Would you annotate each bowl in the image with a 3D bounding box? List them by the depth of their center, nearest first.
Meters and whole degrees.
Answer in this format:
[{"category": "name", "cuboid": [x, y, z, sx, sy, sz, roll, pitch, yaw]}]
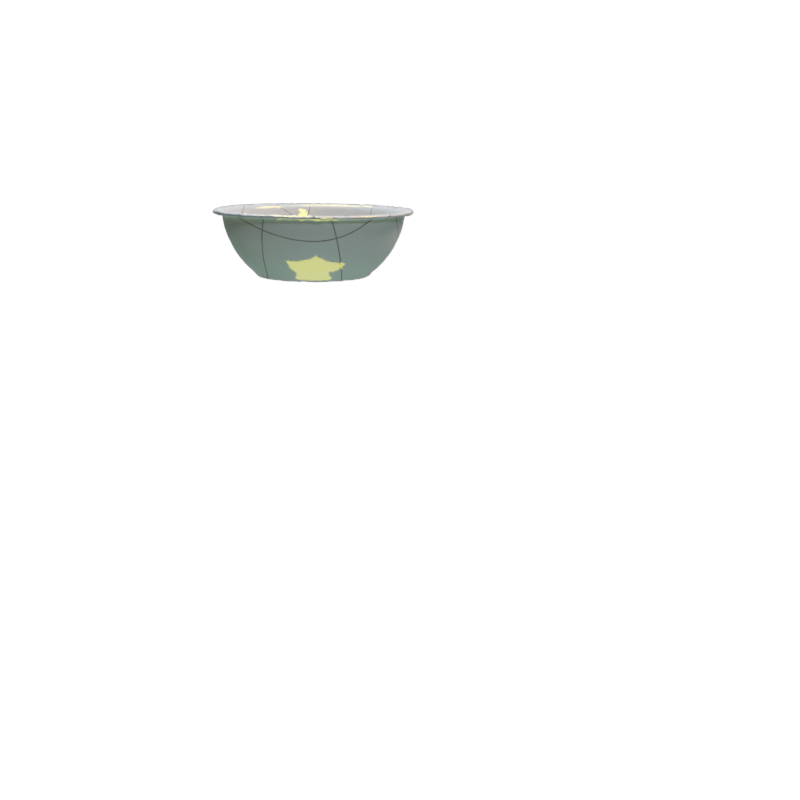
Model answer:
[{"category": "bowl", "cuboid": [-0.070, -0.128, 0.896, 0.162, 0.054, 0.166, 0, 12, -2]}]
